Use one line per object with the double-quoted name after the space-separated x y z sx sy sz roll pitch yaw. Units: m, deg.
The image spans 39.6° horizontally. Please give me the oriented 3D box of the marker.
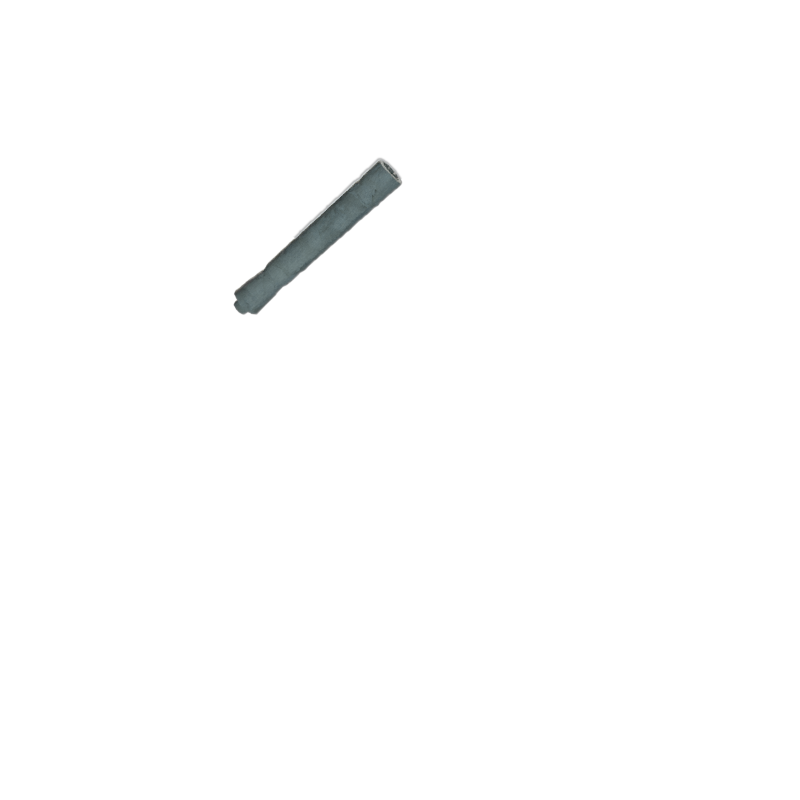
-0.049 -0.090 0.628 0.120 0.020 0.019 -40 -9 15 "marker"
